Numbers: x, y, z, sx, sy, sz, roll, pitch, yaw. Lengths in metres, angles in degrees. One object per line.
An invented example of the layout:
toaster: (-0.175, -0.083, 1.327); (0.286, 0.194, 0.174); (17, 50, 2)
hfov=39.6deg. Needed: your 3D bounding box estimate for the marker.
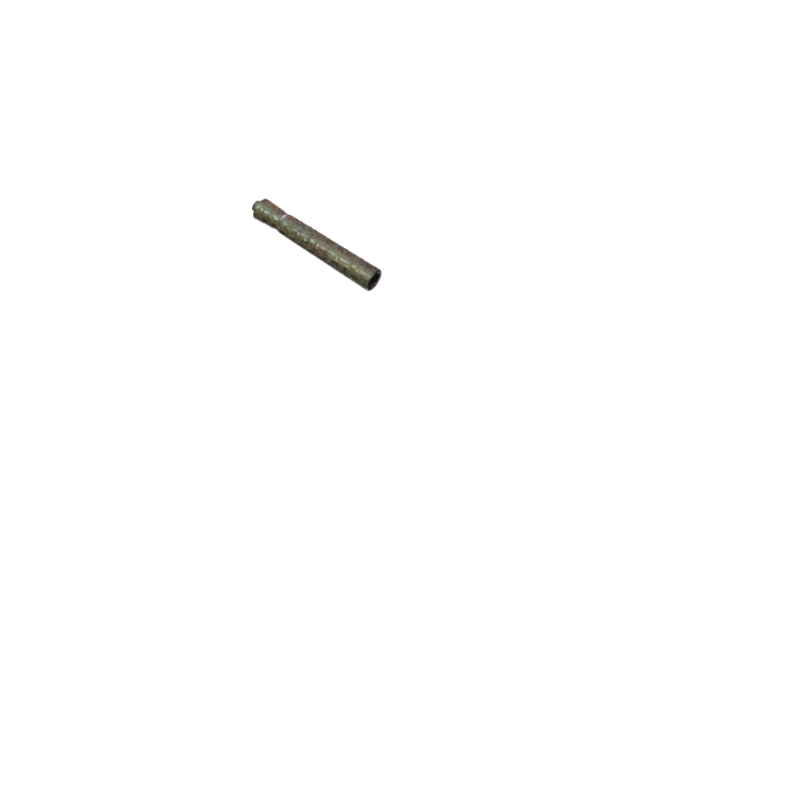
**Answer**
marker: (-0.067, -0.123, 0.858); (0.128, 0.019, 0.019); (35, 18, 24)
